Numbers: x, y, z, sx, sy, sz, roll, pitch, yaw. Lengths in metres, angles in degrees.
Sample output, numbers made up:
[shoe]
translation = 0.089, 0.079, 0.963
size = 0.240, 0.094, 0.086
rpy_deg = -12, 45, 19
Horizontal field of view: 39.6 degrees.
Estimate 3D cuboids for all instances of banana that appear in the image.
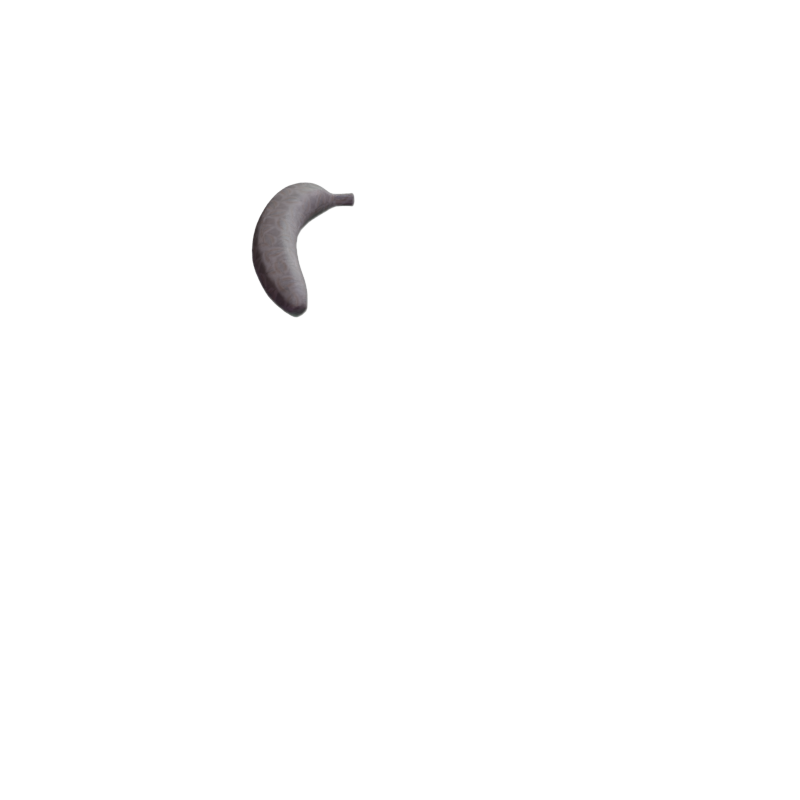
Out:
[banana]
translation = -0.090, -0.138, 0.939
size = 0.071, 0.034, 0.208
rpy_deg = 7, 38, 8
